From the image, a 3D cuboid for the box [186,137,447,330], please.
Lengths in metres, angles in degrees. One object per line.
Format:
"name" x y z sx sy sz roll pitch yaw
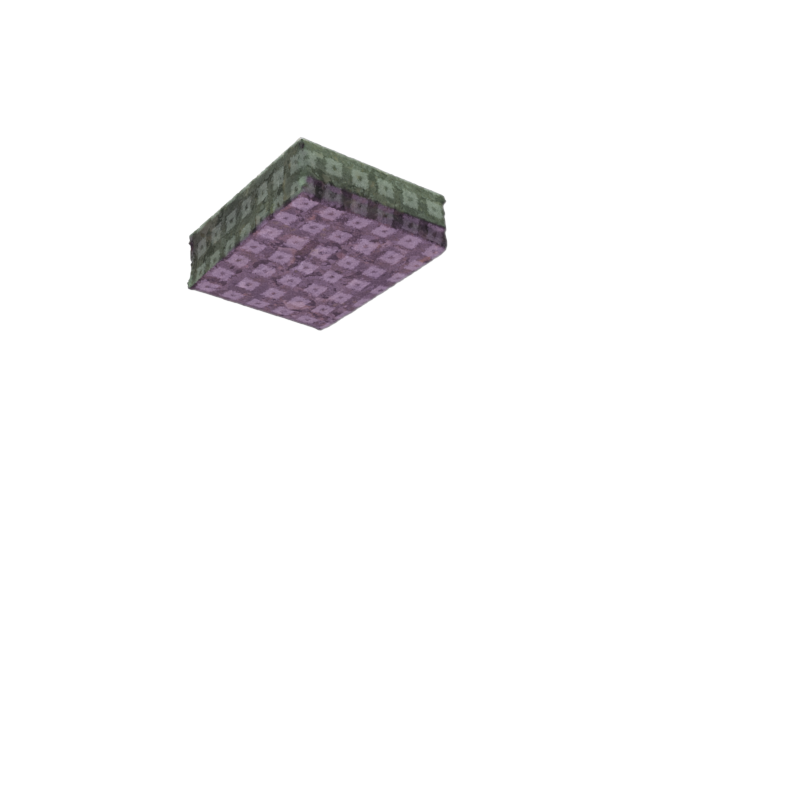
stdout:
"box" -0.045 -0.082 0.573 0.085 0.041 0.112 19 -33 -32
